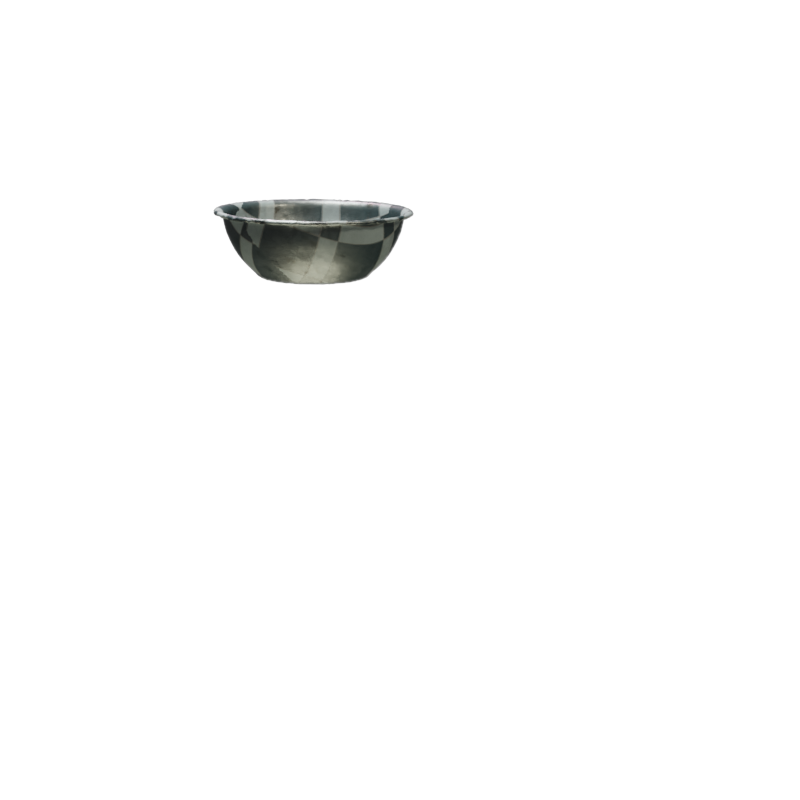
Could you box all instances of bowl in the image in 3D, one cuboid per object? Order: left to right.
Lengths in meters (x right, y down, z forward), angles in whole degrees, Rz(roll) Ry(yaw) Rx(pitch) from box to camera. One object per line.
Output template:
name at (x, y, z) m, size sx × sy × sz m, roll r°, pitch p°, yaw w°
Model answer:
bowl at (-0.070, -0.129, 0.900) m, size 0.162 × 0.053 × 0.167 m, roll 0°, pitch 15°, yaw -2°
